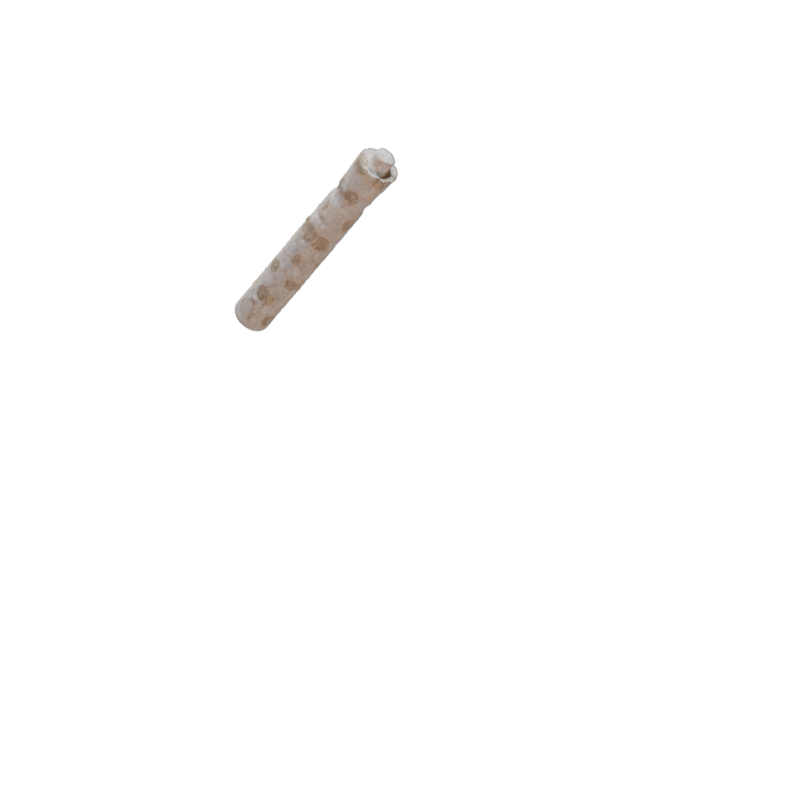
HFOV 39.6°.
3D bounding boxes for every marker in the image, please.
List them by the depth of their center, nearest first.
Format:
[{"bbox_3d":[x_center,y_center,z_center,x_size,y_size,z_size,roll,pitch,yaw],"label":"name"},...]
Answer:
[{"bbox_3d":[-0.039,-0.070,0.494,0.019,0.021,0.118,-2,-29,-41],"label":"marker"}]
